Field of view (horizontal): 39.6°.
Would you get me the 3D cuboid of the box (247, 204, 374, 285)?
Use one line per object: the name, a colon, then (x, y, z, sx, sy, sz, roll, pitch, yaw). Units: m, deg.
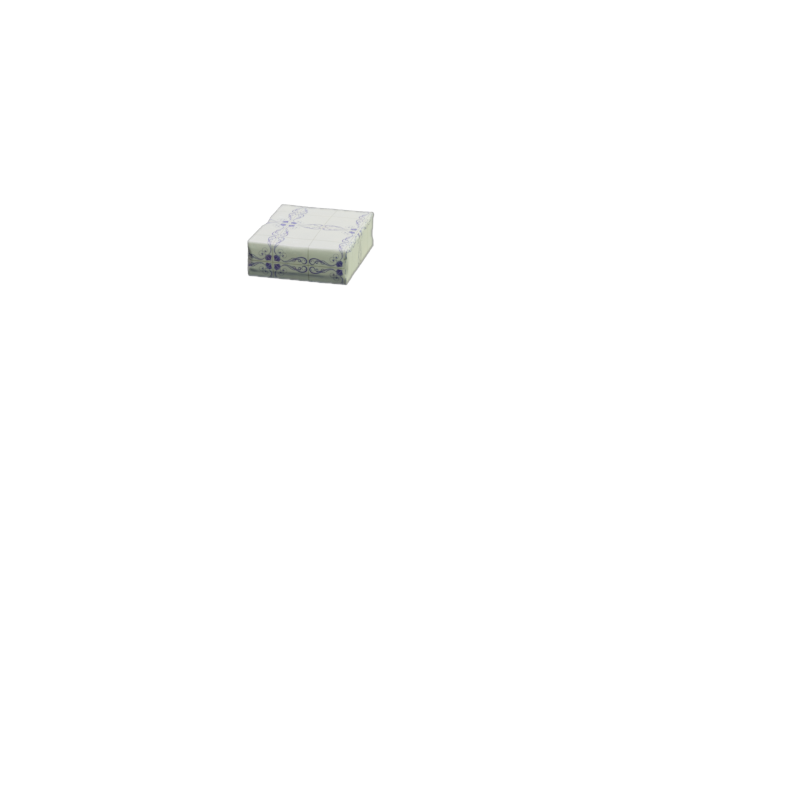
box: (-0.063, -0.115, 0.804, 0.075, 0.029, 0.092, 6, 27, 12)
